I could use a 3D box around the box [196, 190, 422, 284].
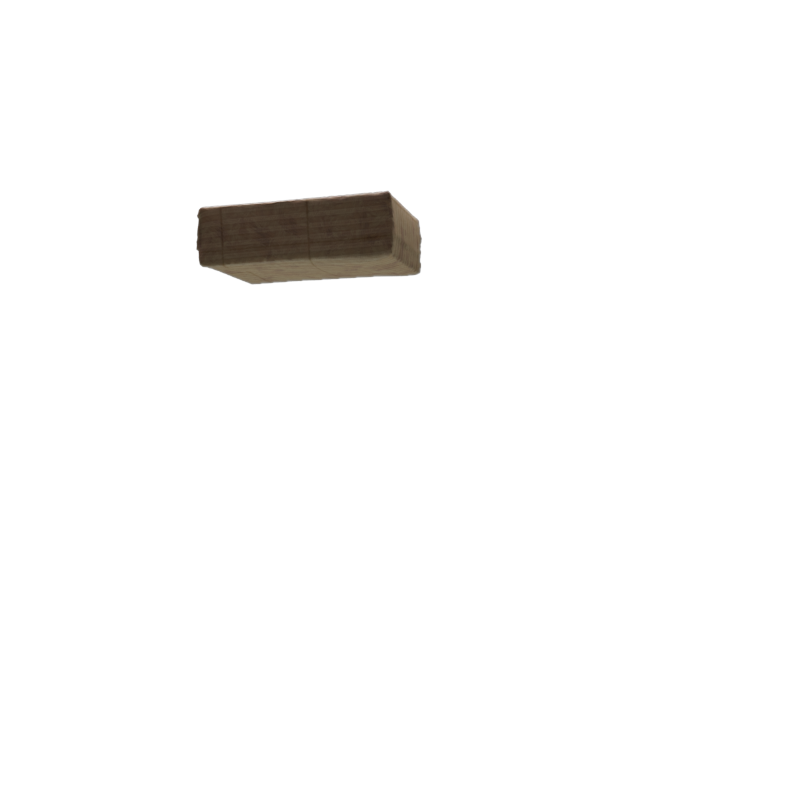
[{"bbox_3d":[-0.051,-0.092,0.645,0.115,0.039,0.087,0,-2,14],"label":"box"}]
